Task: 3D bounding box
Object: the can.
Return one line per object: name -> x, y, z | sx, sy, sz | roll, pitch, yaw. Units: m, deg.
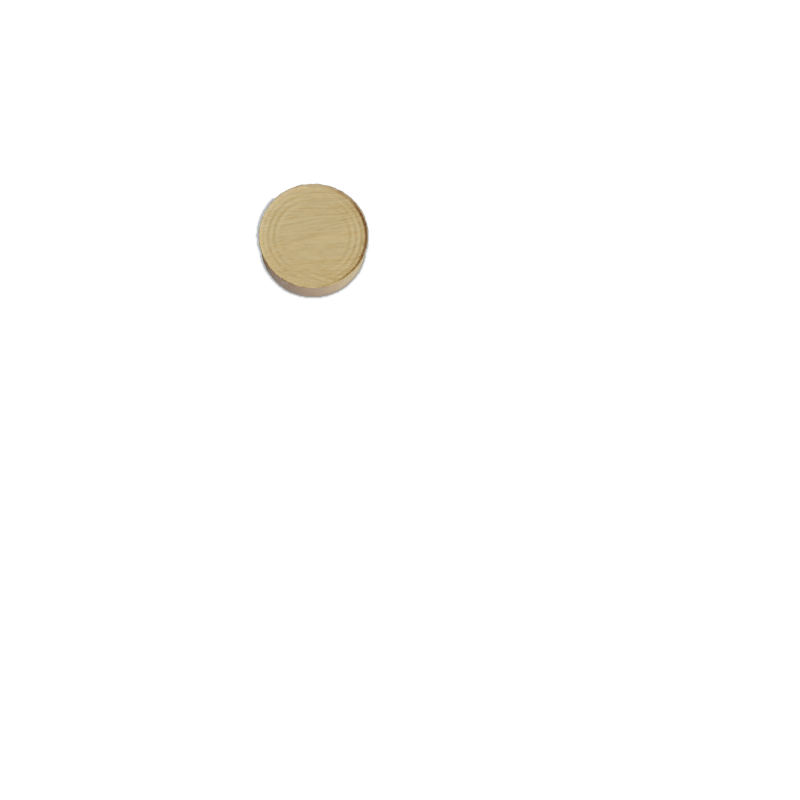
can -> -0.068, -0.124, 0.871 | 0.086, 0.090, 0.032 | -1, -18, -1
